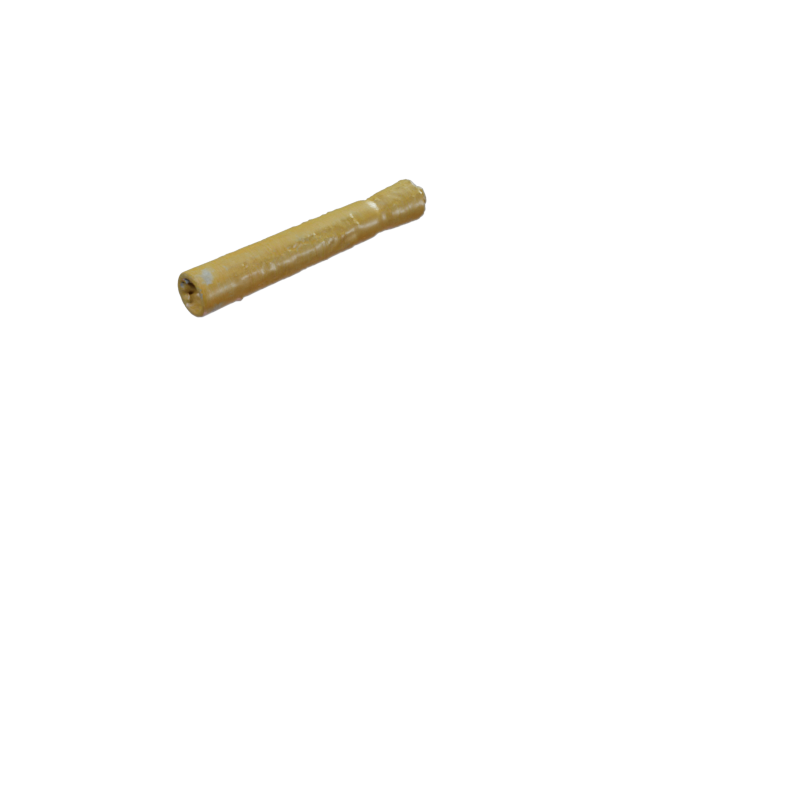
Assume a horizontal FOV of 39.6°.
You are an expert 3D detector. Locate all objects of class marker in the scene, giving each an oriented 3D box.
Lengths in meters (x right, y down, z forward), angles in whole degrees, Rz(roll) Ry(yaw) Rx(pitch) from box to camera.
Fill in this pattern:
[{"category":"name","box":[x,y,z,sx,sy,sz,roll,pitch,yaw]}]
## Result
[{"category":"marker","box":[-0.035,-0.065,0.453,0.120,0.019,0.021,-29,20,-32]}]
